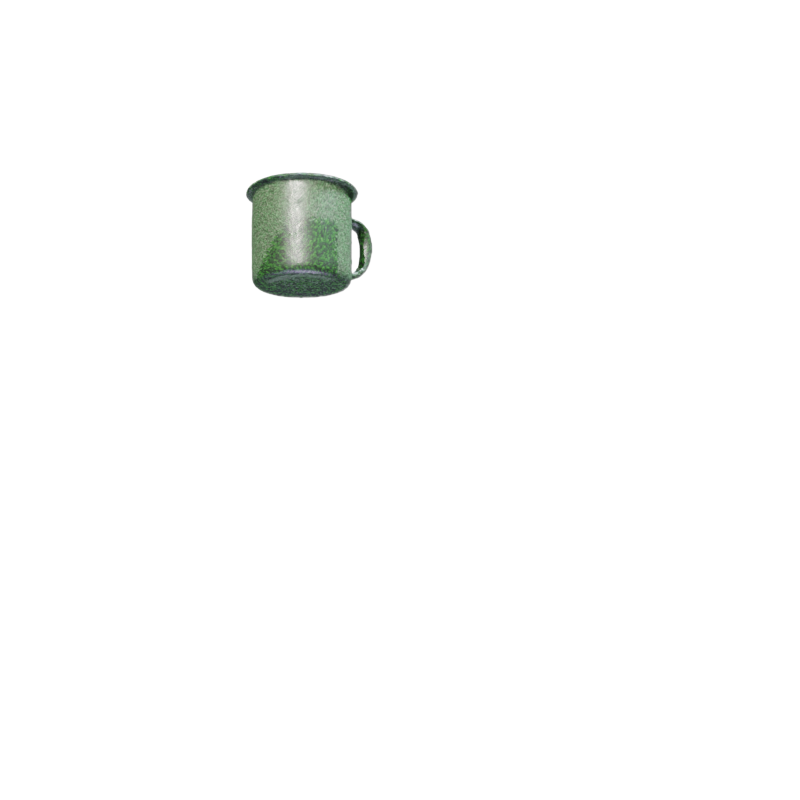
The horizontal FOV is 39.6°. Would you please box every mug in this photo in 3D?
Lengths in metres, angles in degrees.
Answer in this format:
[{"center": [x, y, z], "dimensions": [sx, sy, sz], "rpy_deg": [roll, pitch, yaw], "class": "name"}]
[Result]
[{"center": [-0.072, -0.131, 0.918], "dimensions": [0.111, 0.085, 0.095], "rpy_deg": [11, -18, -39], "class": "mug"}]
